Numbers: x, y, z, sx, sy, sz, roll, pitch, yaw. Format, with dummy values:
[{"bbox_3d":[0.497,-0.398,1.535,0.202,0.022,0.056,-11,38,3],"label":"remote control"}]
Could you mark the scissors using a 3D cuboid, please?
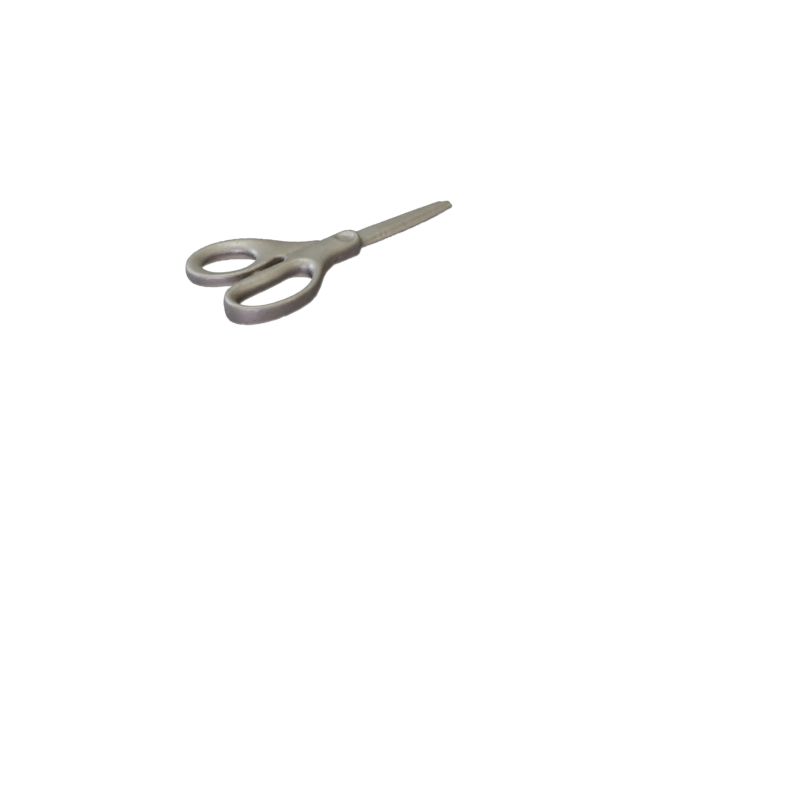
[{"bbox_3d":[-0.056,-0.102,0.713,0.101,0.015,0.204,18,37,26],"label":"scissors"}]
